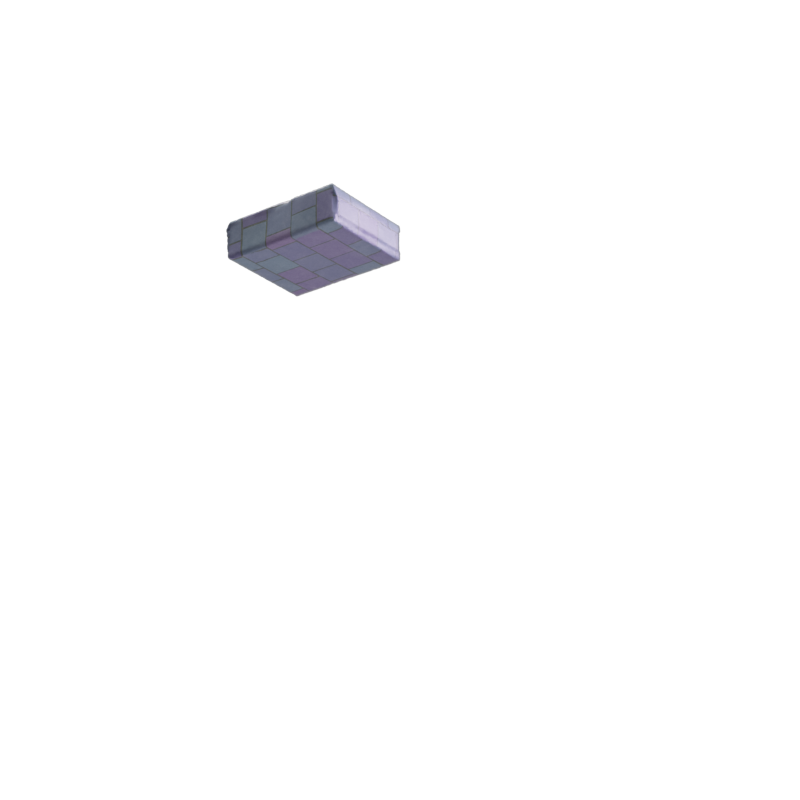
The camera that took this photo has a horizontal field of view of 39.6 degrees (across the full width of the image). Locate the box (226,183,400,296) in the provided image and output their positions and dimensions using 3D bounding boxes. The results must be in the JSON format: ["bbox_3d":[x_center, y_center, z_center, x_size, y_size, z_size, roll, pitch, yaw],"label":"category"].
[{"bbox_3d":[-0.056,-0.102,0.718,0.091,0.032,0.068,-15,-25,33],"label":"box"}]
